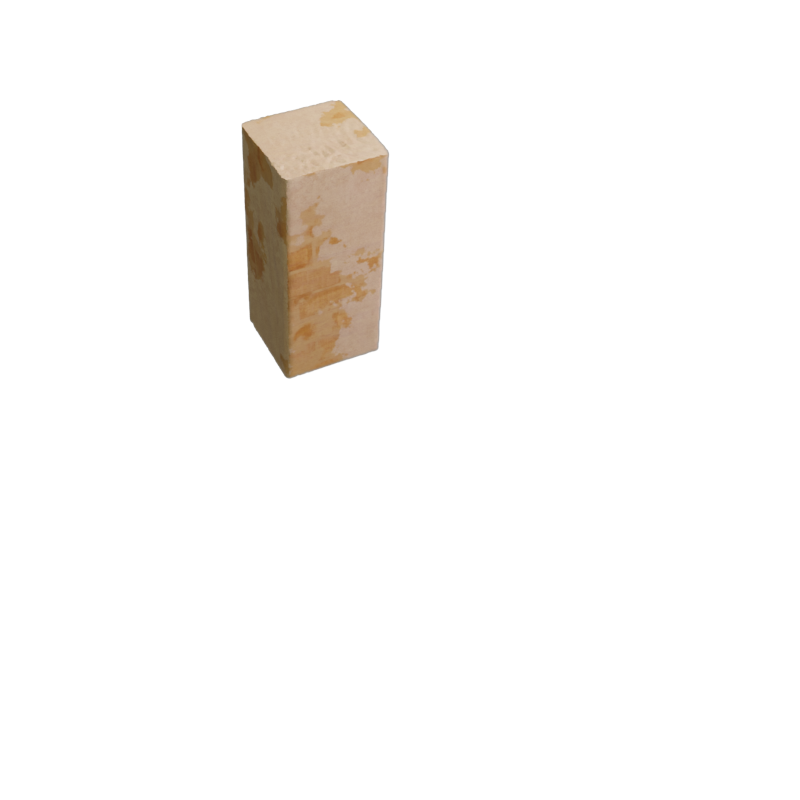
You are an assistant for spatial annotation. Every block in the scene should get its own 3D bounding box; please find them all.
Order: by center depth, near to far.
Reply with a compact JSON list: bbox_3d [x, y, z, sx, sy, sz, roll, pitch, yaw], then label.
[{"bbox_3d":[-0.072,-0.132,0.920,0.090,0.192,0.098,-17,46,-21],"label":"block"}]
